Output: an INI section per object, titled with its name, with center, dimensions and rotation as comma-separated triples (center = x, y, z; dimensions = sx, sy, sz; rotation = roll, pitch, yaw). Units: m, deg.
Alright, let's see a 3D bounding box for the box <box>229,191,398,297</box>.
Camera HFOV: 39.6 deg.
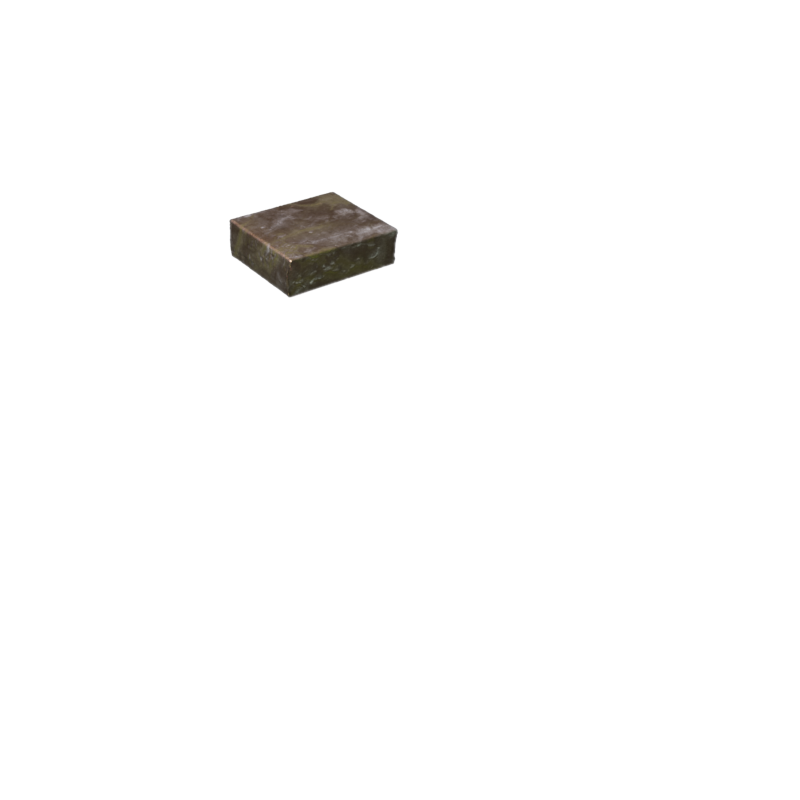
[box]
center = -0.073, -0.133, 0.928
dimensions = 0.112, 0.037, 0.096
rotation = -23, 40, -32
